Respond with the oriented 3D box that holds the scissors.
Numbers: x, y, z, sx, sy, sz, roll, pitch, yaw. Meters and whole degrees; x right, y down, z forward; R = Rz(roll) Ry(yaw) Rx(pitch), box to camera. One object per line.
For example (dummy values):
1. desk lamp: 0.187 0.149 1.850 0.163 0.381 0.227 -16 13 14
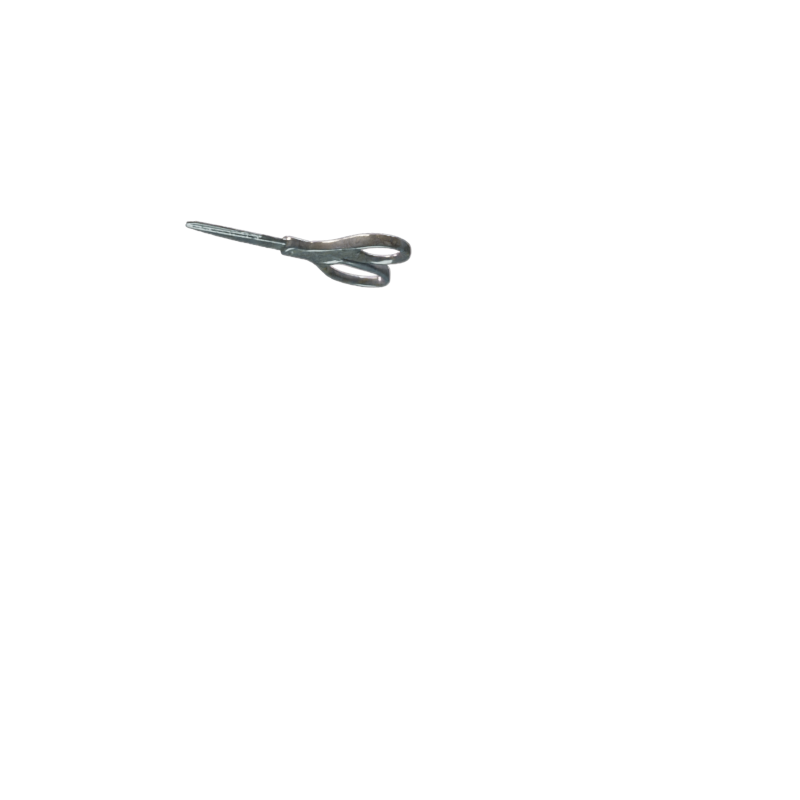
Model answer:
1. scissors: -0.074 -0.135 0.948 0.190 0.017 0.097 17 -26 -39
